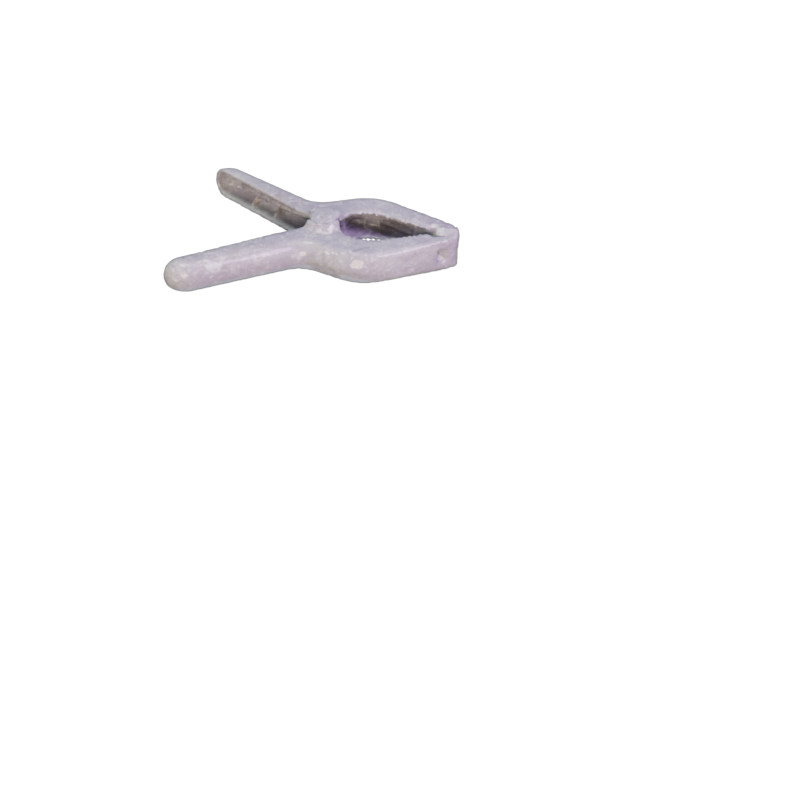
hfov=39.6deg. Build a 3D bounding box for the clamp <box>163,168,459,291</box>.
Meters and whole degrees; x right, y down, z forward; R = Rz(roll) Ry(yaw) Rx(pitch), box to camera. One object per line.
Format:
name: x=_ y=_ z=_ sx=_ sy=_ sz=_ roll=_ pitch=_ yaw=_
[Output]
clamp: x=-0.064 y=-0.117 z=0.823 sx=0.215 sy=0.034 sz=0.172 roll=9 pitch=38 yaw=12
